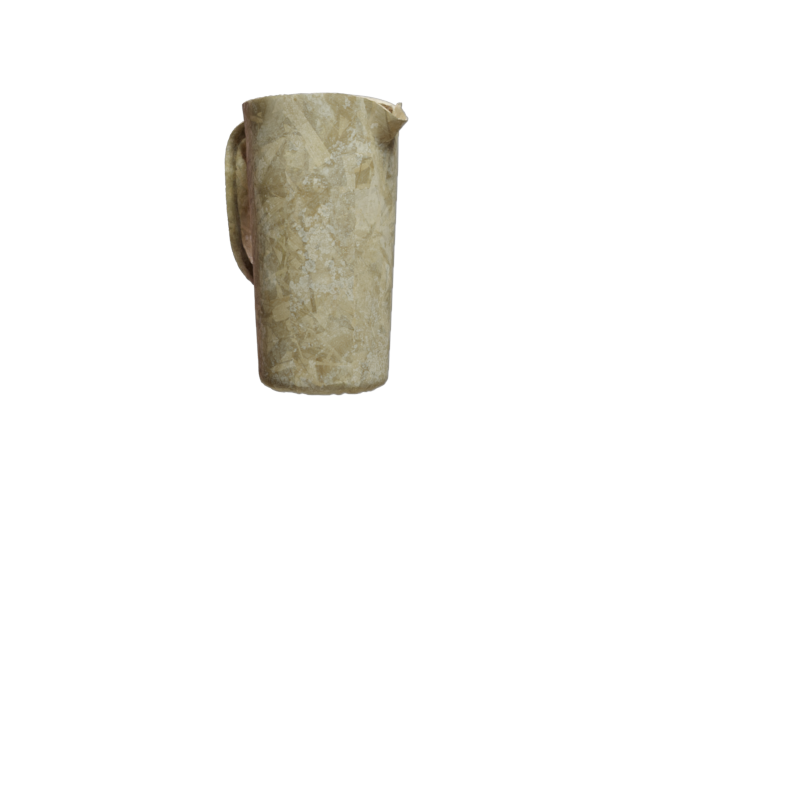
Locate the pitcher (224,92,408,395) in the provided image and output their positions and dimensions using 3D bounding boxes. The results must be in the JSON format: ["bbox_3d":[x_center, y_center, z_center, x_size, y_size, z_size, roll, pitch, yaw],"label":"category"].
[{"bbox_3d":[-0.072,-0.132,0.926,0.143,0.243,0.151,0,2,-8],"label":"pitcher"}]
